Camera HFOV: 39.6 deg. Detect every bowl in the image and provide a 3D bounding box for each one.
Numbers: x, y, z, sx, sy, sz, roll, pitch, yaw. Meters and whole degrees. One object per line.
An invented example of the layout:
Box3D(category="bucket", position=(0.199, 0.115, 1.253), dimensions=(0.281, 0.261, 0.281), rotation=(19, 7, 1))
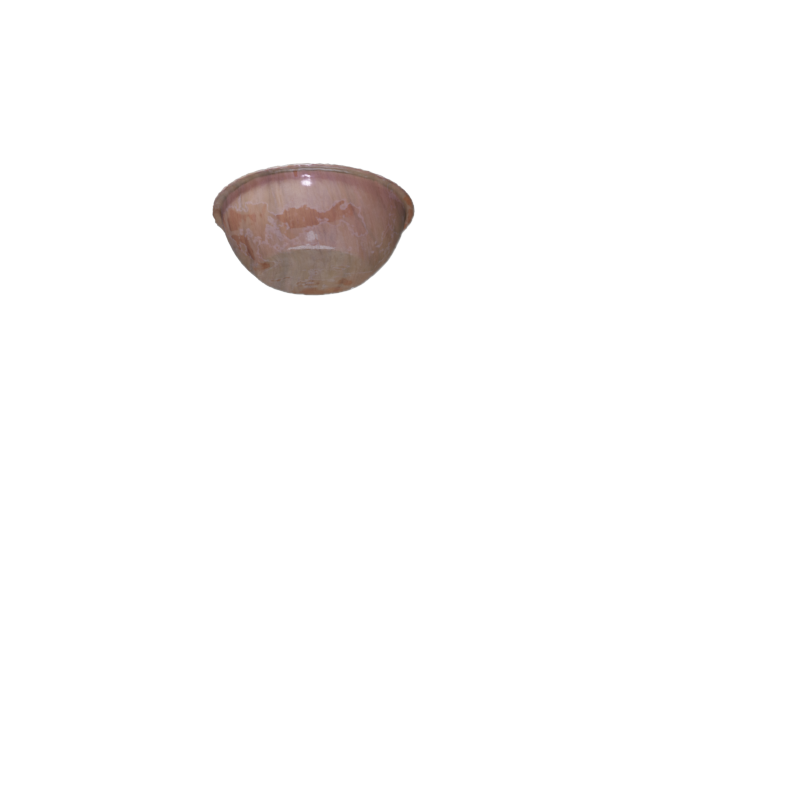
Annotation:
Box3D(category="bowl", position=(-0.069, -0.125, 0.875), dimensions=(0.162, 0.058, 0.154), rotation=(0, -20, -2))
